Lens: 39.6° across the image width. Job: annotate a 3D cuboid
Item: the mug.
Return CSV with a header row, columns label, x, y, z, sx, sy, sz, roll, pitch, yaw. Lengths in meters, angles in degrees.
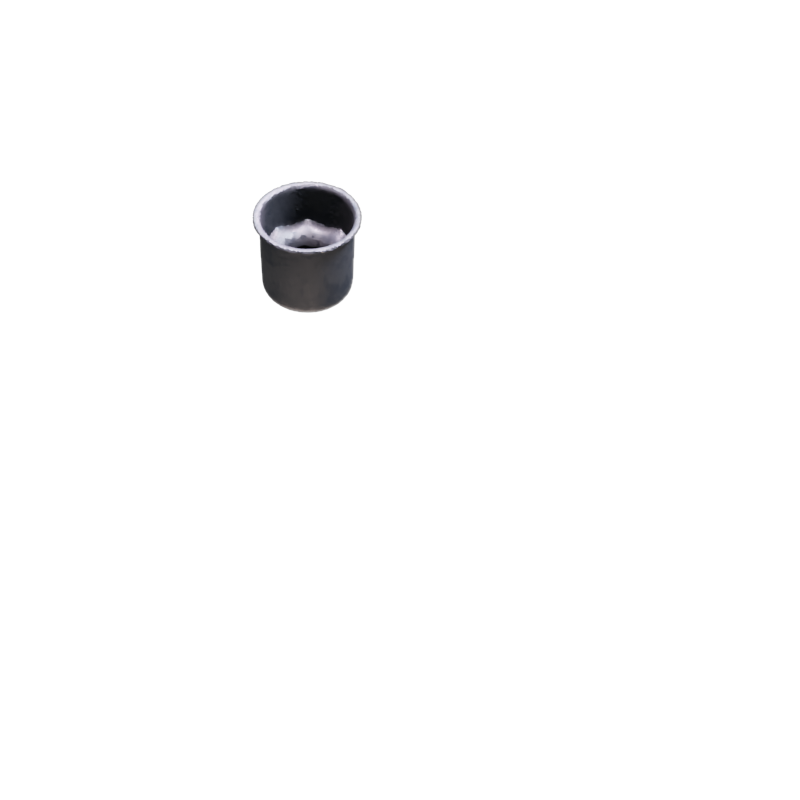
label,x,y,z,sx,sy,sz,roll,pitch,yaw
mug,-0.077,-0.140,0.977,0.096,0.076,0.122,18,49,15
